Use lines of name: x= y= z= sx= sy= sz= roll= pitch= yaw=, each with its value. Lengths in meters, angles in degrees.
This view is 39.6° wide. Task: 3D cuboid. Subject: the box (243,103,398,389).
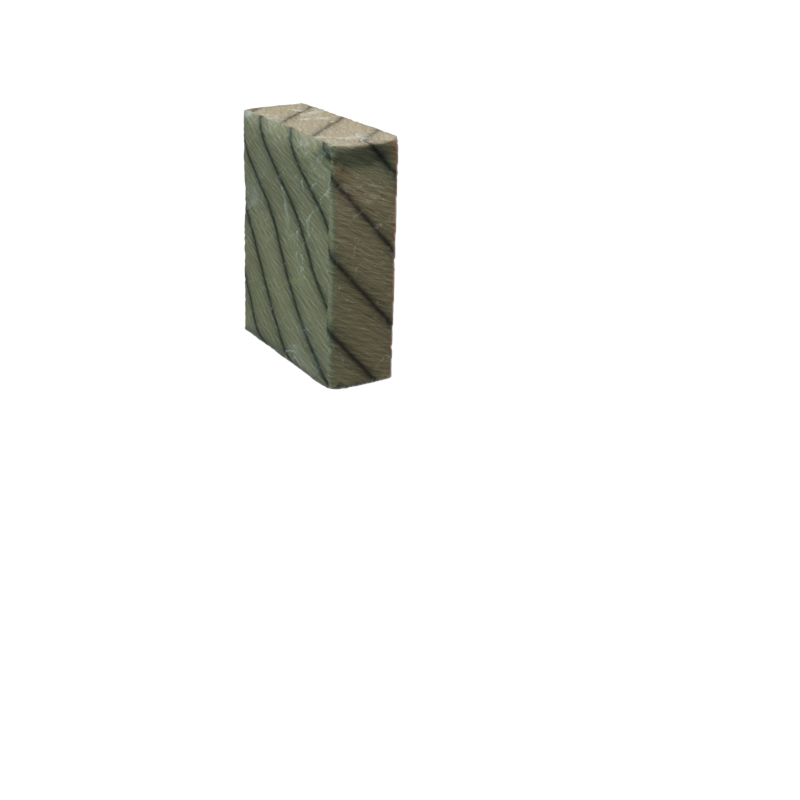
box: x=-0.076 y=-0.138 z=0.966 sx=0.070 sy=0.205 sz=0.175 roll=-10 pitch=24 yaw=-30
